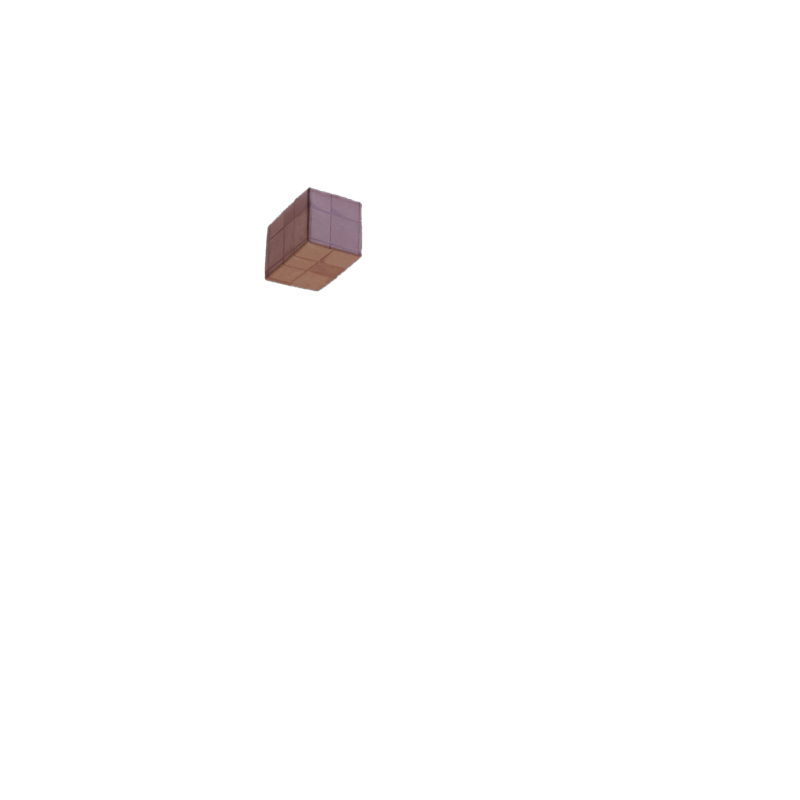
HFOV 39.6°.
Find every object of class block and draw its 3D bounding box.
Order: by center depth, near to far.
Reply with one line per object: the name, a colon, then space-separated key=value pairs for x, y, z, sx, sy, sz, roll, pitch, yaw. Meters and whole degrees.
block: x=-0.072 y=-0.131 z=0.920 sx=0.050 sy=0.054 sz=0.077 roll=14 pitch=-27 yaw=-29
